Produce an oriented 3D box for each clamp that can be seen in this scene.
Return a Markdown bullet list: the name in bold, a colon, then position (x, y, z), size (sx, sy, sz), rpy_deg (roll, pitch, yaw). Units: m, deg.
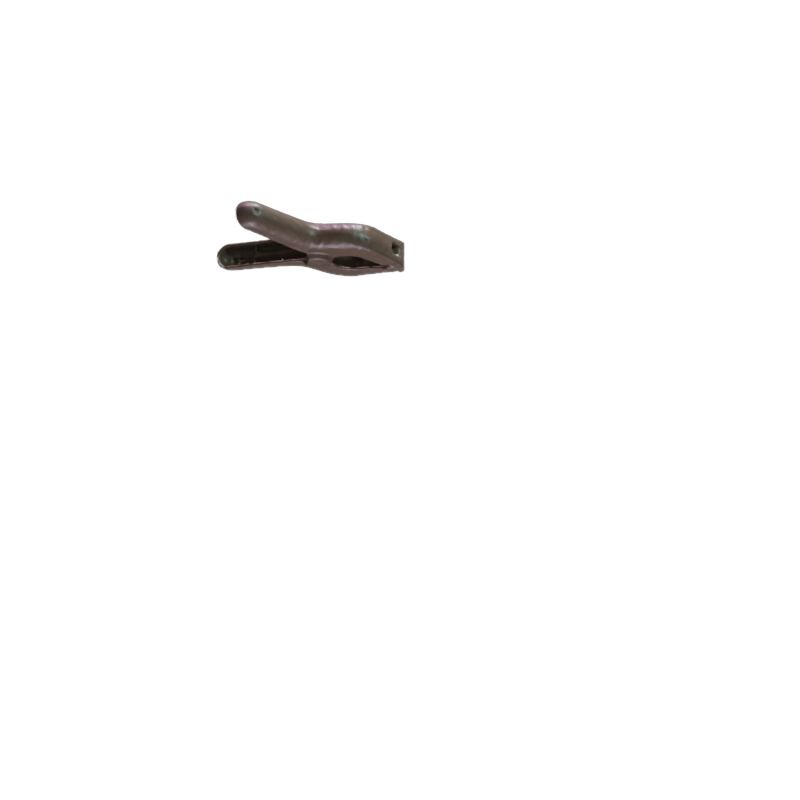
- **clamp**: position (-0.077, -0.140, 0.983), size (0.170, 0.040, 0.117), rpy_deg (1, -10, -6)
